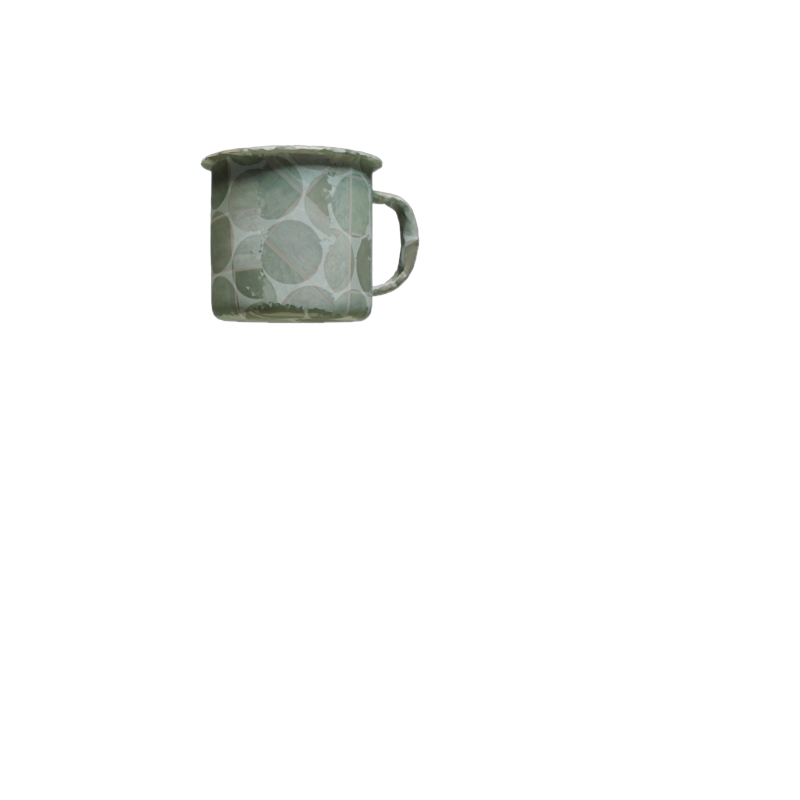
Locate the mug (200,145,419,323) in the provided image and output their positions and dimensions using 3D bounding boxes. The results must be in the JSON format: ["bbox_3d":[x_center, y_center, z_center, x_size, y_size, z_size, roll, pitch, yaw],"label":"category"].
[{"bbox_3d":[-0.044,-0.081,0.567,0.113,0.082,0.095,0,-1,-26],"label":"mug"}]
